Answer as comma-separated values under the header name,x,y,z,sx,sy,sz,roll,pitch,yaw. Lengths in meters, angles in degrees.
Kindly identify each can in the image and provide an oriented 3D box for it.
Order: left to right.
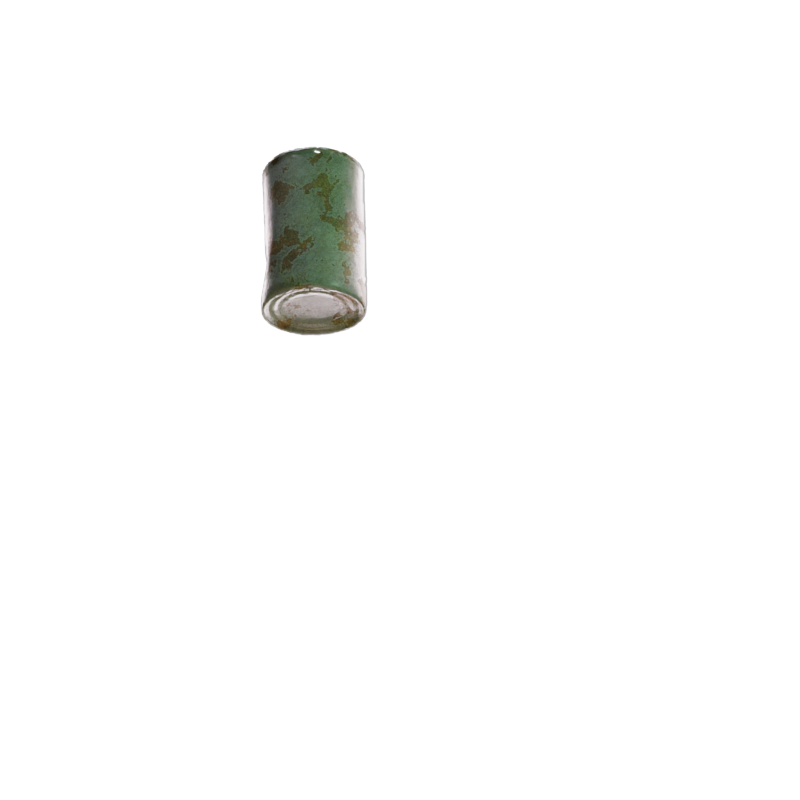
name,x,y,z,sx,sy,sz,roll,pitch,yaw
can,-0.055,-0.101,0.709,0.068,0.109,0.065,0,-28,-2
